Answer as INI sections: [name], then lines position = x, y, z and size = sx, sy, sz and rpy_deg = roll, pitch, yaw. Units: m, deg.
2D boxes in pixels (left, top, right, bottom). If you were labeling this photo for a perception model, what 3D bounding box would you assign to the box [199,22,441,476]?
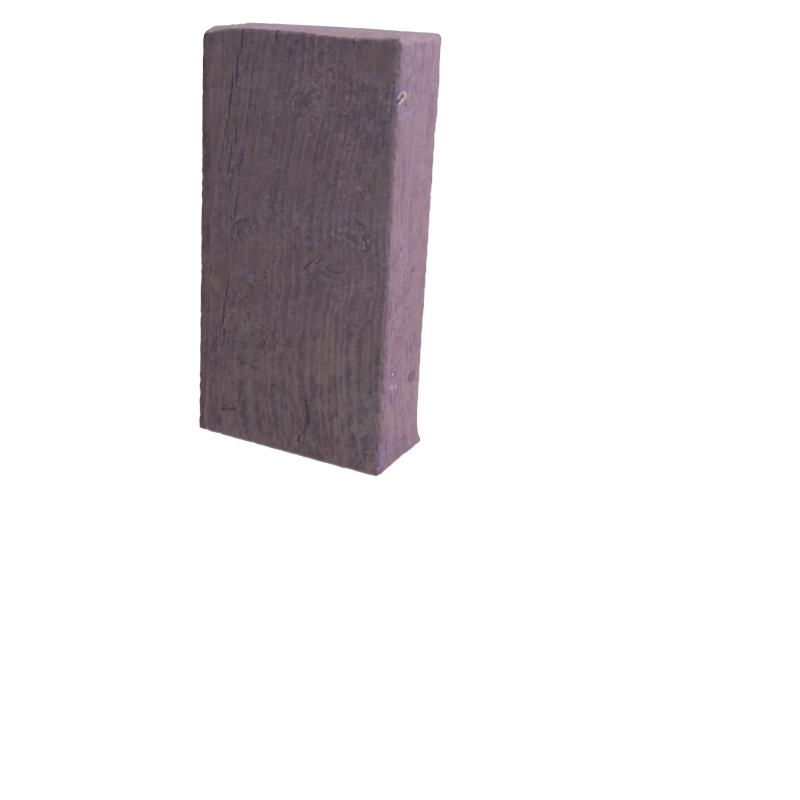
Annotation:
[box]
position = -0.037, -0.066, 0.463
size = 0.097, 0.170, 0.048
rpy_deg = 10, 18, 27
